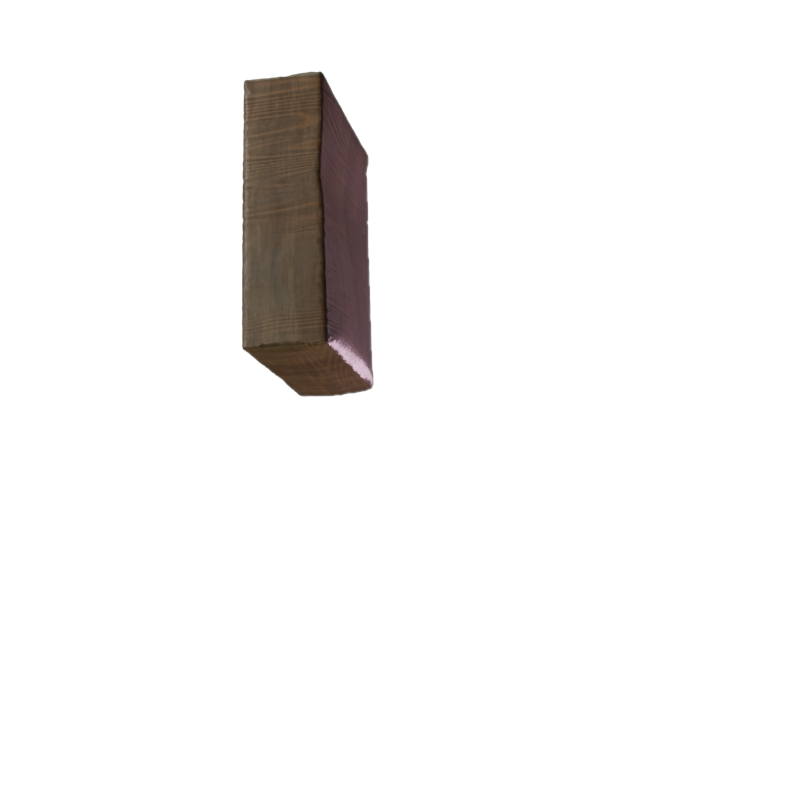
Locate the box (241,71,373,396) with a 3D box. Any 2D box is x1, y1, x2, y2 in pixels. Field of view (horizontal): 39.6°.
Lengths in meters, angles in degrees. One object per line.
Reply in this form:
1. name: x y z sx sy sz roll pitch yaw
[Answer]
1. box: -0.068 -0.124 0.870 0.073 0.223 0.155 -5 -18 11
